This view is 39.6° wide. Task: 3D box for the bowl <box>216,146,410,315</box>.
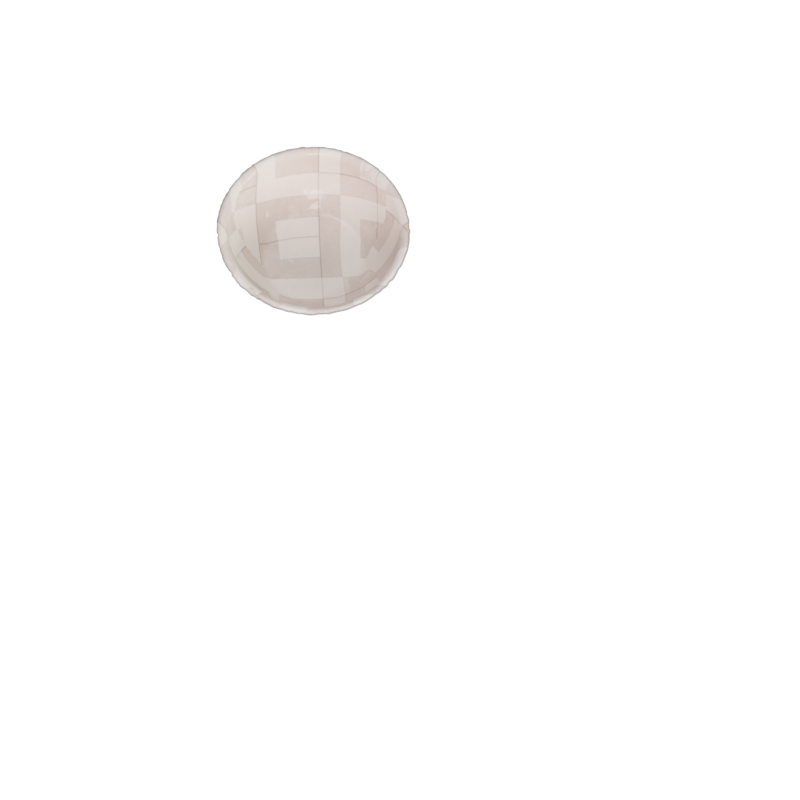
[{"bbox_3d":[-0.074,-0.135,0.947,0.162,0.172,0.052,-1,-27,-1],"label":"bowl"}]
